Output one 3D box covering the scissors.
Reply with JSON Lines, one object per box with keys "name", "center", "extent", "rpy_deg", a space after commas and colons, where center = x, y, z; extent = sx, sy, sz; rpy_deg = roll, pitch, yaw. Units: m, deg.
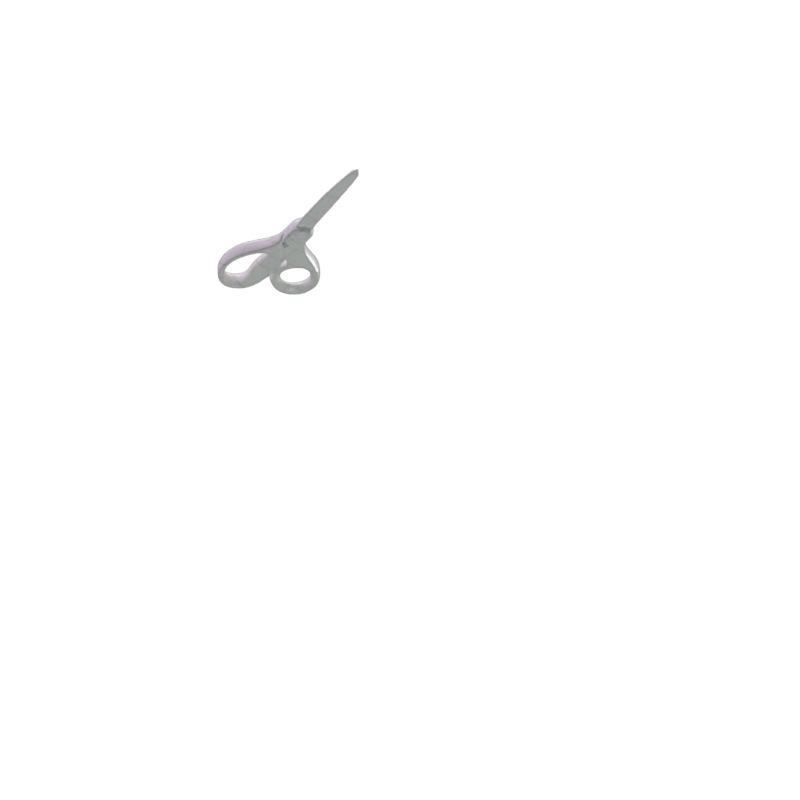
{"name": "scissors", "center": [-0.071, -0.130, 0.911], "extent": [0.090, 0.017, 0.202], "rpy_deg": [21, -31, -40]}
